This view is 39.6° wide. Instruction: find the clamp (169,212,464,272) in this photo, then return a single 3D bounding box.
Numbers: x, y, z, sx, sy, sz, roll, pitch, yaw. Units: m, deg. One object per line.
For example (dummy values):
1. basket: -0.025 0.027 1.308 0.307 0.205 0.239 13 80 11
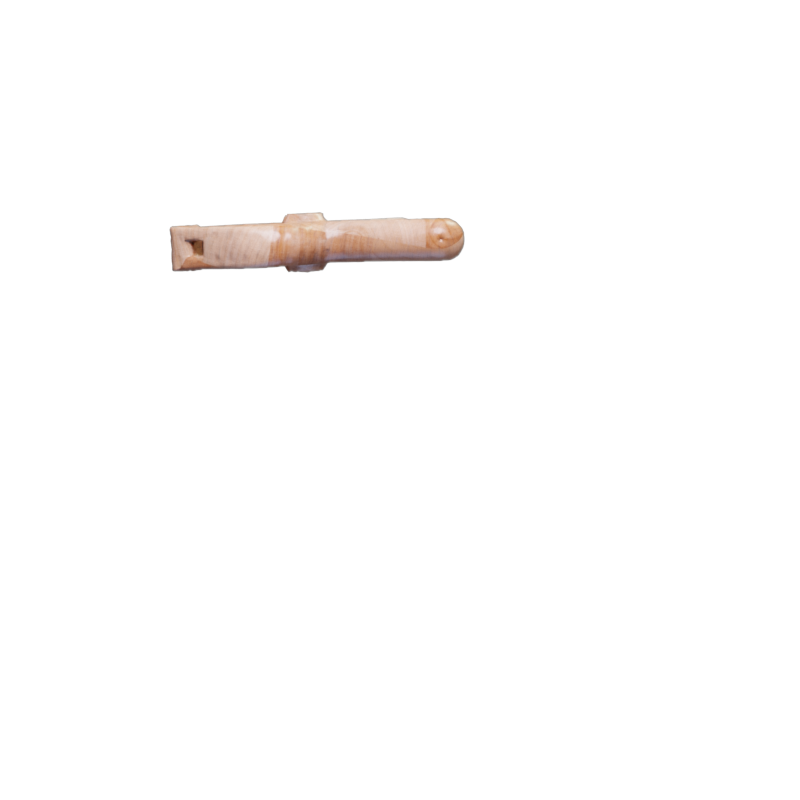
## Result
1. clamp: -0.054 -0.098 0.685 0.171 0.039 0.120 0 3 -3
